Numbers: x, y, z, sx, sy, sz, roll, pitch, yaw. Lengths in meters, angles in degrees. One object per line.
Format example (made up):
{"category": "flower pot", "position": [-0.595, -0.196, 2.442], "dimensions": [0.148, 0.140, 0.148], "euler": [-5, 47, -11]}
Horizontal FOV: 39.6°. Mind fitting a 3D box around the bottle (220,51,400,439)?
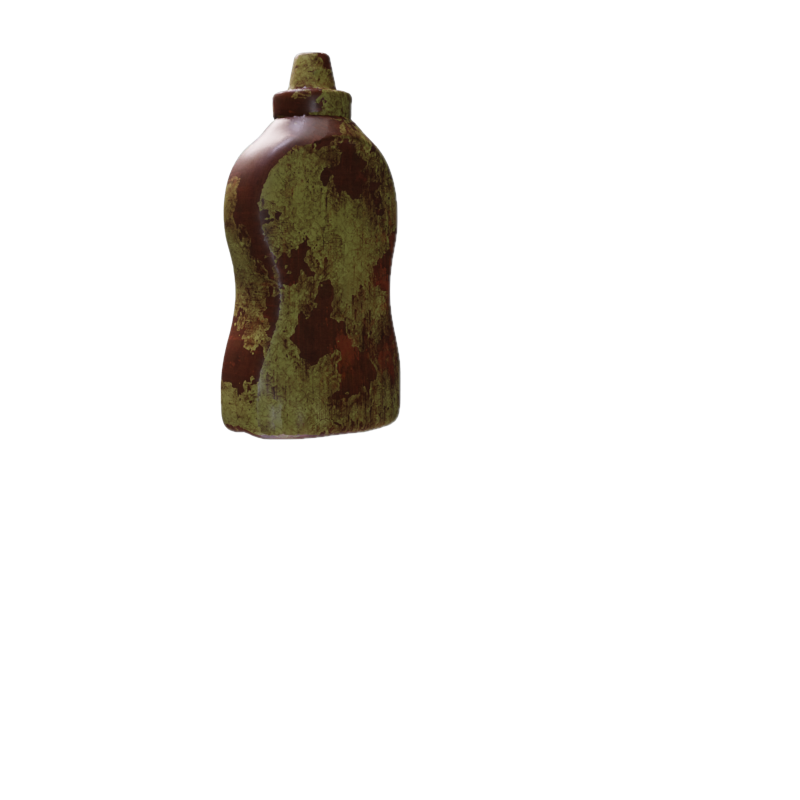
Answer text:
{"category": "bottle", "position": [-0.045, -0.081, 0.566], "dimensions": [0.092, 0.192, 0.060], "euler": [-1, 1, -36]}
